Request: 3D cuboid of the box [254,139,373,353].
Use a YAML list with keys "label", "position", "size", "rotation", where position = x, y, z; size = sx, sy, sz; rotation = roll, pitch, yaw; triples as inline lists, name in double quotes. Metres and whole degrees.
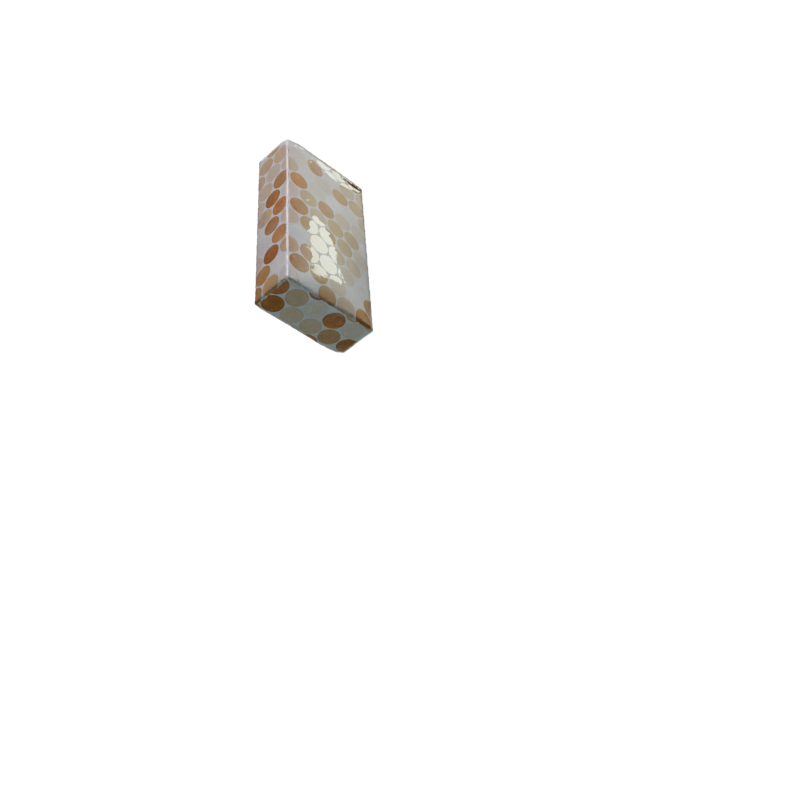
- label: "box"
  position: [-0.072, -0.131, 0.915]
  size: [0.088, 0.189, 0.047]
  rotation: [30, -52, -32]
